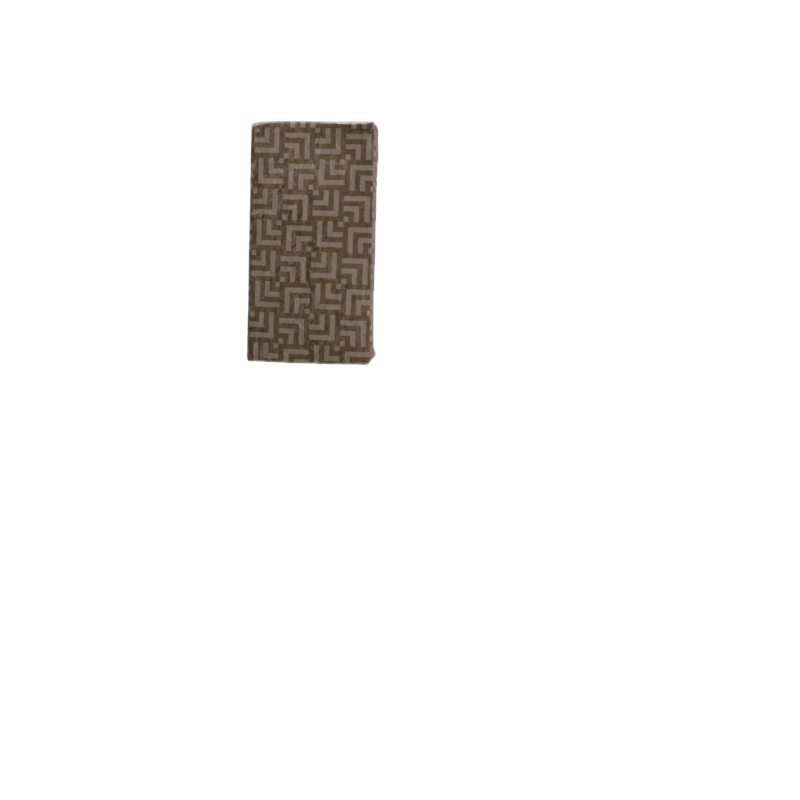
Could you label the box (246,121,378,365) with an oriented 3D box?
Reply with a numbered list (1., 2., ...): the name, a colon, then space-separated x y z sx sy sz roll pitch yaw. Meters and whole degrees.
1. box: -0.064 -0.117 0.818 0.094 0.175 0.048 1 4 7
